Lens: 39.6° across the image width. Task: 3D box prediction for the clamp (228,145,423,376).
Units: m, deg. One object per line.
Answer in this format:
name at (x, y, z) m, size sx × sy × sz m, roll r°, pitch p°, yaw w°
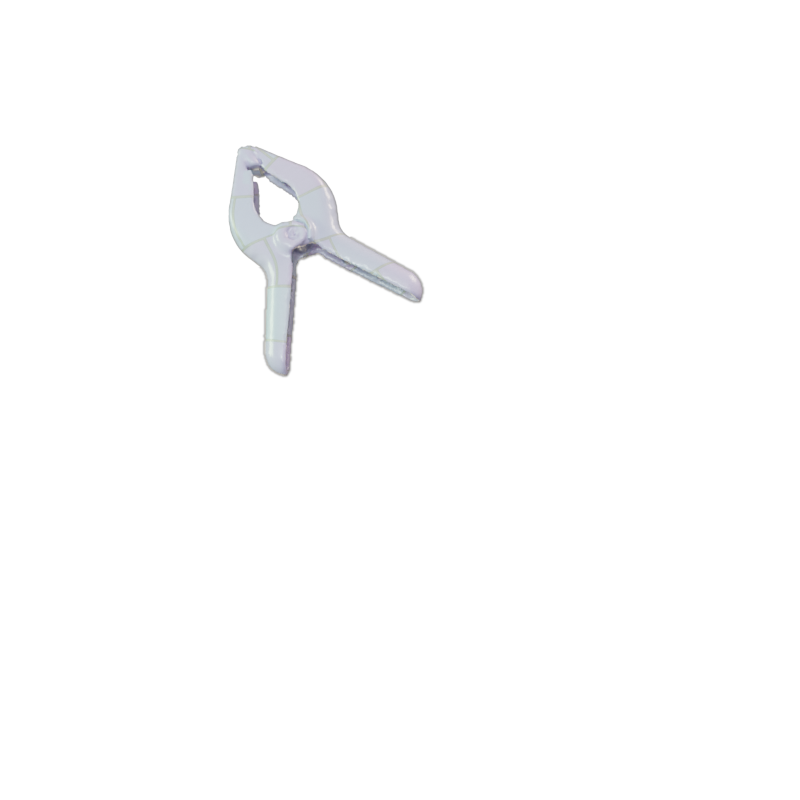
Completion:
clamp at (-0.062, -0.114, 0.797) m, size 0.120 × 0.180 × 0.037 m, roll -19°, pitch -18°, yaw -7°
